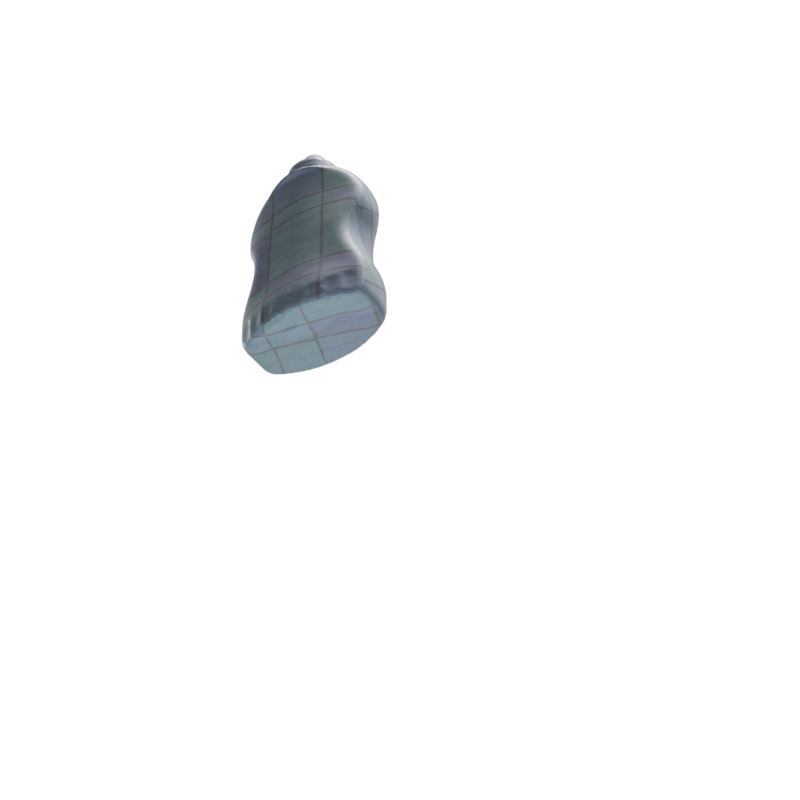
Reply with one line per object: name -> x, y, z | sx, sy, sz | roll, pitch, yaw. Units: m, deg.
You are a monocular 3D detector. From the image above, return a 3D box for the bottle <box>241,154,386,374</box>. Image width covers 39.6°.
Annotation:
bottle -> -0.060, -0.110, 0.775 | 0.096, 0.206, 0.054 | -27, -50, 21
